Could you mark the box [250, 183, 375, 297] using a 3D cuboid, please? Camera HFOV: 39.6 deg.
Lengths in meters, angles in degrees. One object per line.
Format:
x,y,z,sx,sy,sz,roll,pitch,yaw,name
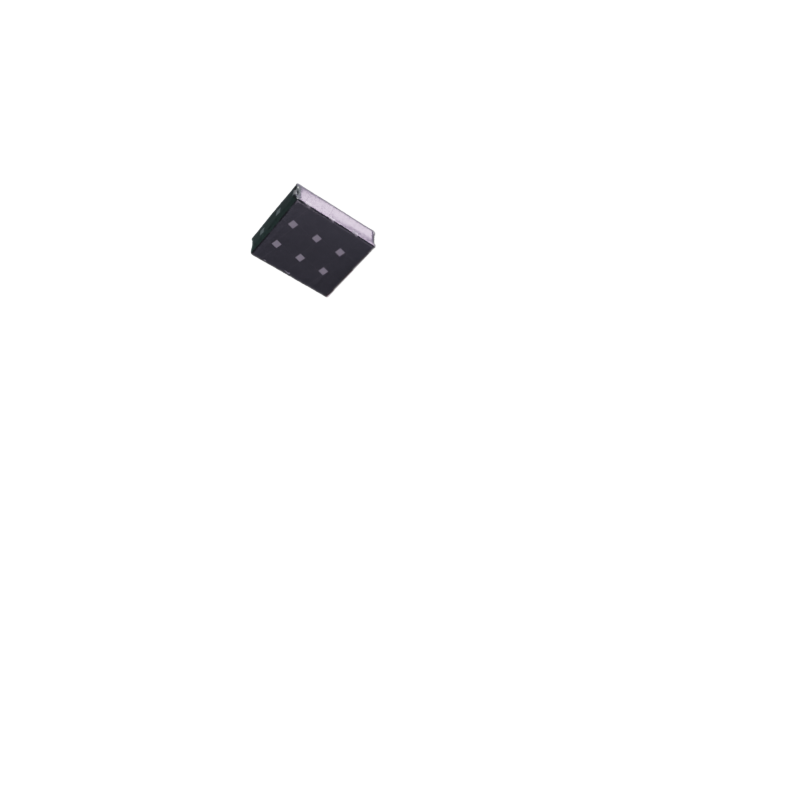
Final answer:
-0.078,-0.142,0.998,0.085,0.071,0.032,30,32,-22,box
